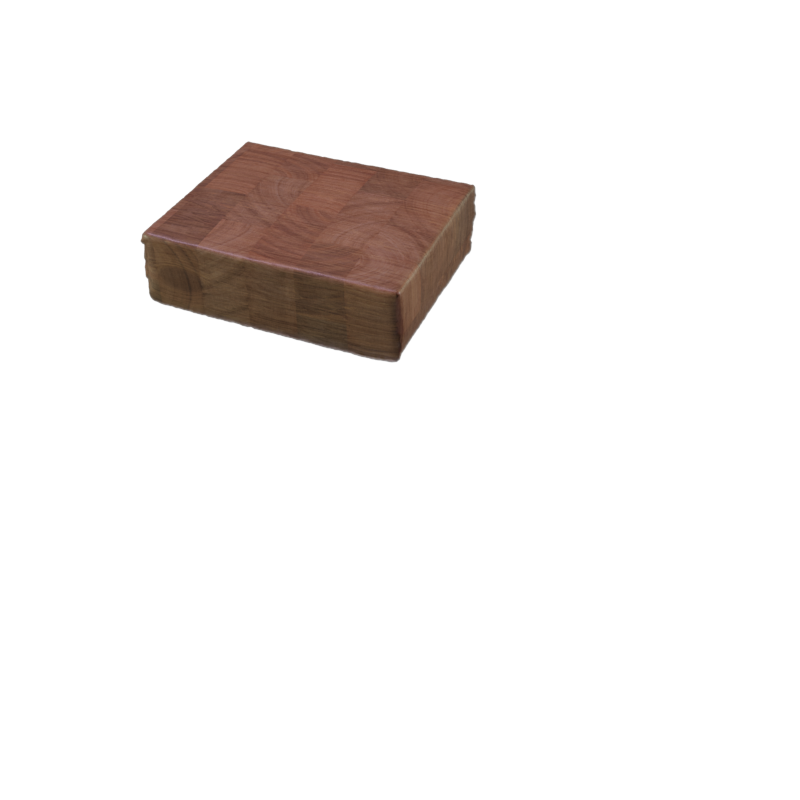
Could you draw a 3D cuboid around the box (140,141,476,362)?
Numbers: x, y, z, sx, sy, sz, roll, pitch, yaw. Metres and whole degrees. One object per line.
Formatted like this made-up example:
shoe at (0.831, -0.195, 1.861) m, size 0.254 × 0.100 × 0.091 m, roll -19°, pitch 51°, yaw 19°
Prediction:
box at (-0.036, -0.066, 0.460) m, size 0.118 × 0.036 × 0.093 m, roll 15°, pitch 41°, yaw 18°
